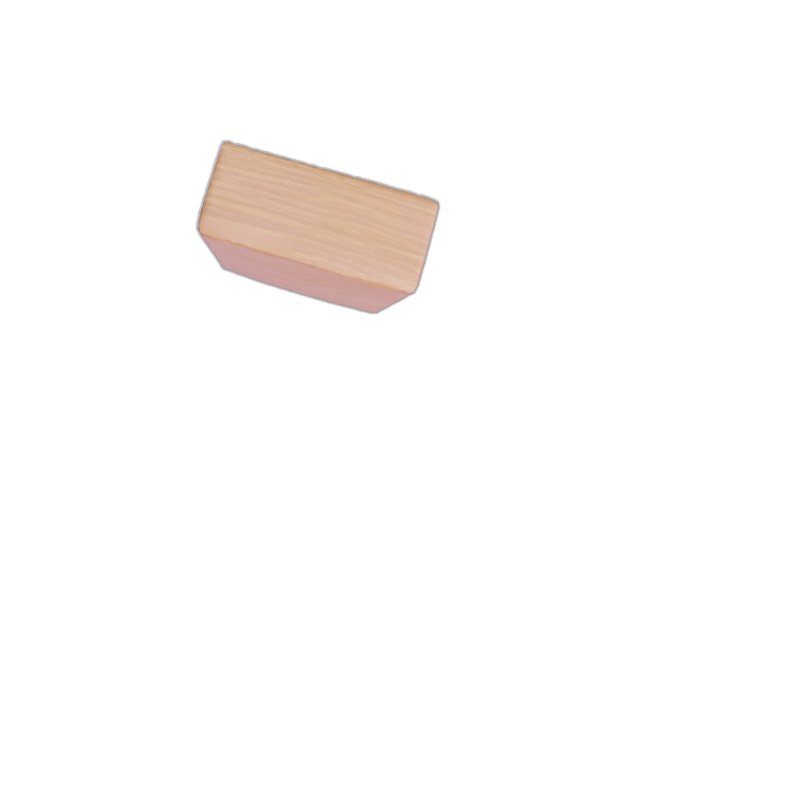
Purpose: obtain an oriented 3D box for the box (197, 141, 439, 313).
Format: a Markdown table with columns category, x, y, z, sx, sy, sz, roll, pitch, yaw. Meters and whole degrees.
| category | x | y | z | sx | sy | sz | roll | pitch | yaw |
| --- | --- | --- | --- | --- | --- | --- | --- | --- | --- |
| box | -0.041 | -0.074 | 0.522 | 0.093 | 0.048 | 0.177 | 16 | 2 | -4 |
